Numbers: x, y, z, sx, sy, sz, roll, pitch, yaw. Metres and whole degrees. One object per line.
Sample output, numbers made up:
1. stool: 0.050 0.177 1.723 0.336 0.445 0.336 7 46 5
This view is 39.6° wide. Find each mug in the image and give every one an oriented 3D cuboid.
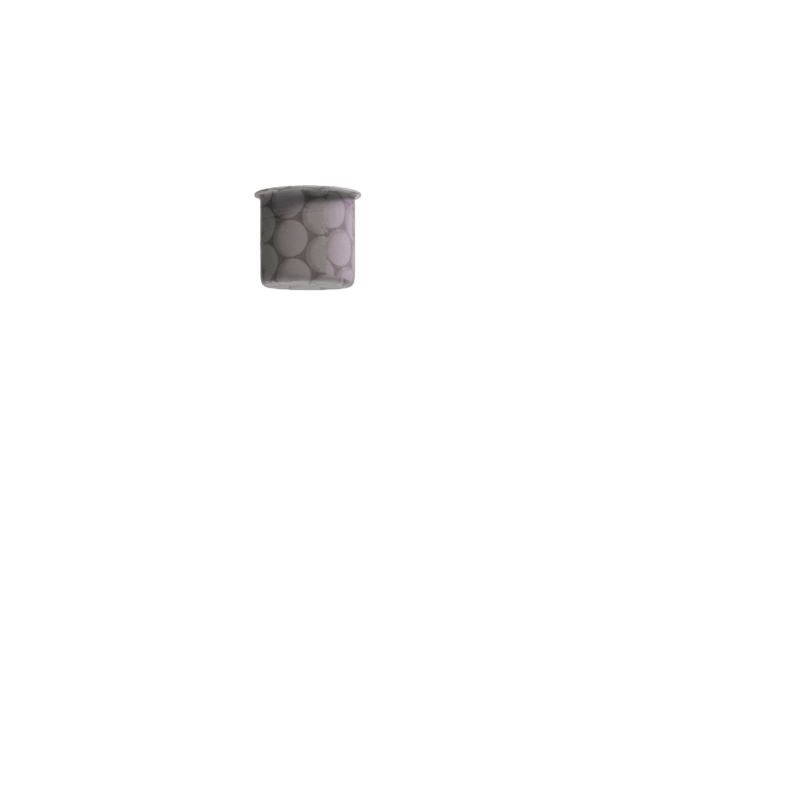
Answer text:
1. mug: -0.076 -0.138 0.967 0.096 0.082 0.113 -1 -1 21
